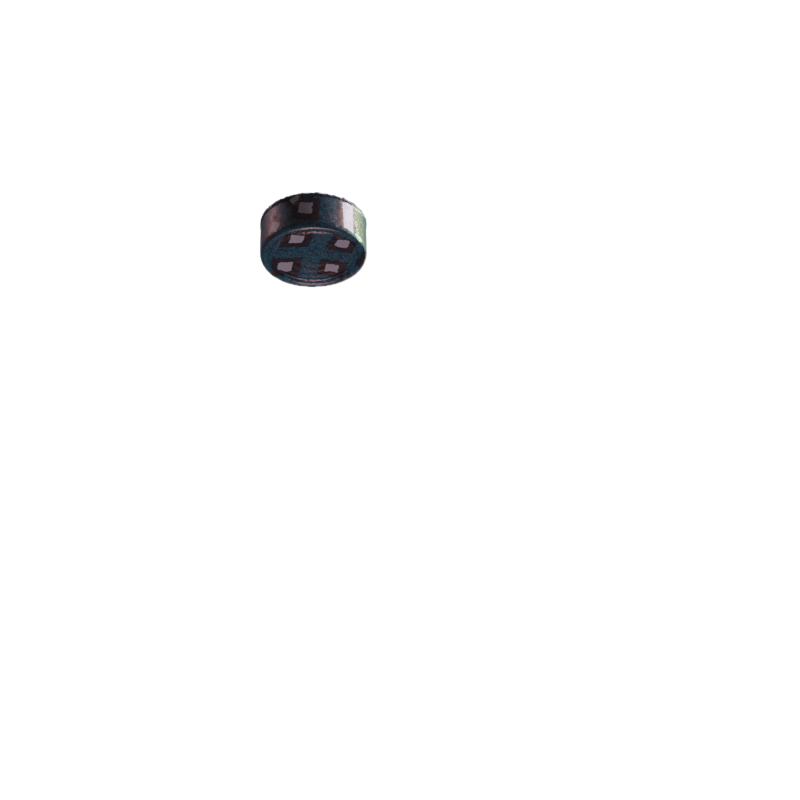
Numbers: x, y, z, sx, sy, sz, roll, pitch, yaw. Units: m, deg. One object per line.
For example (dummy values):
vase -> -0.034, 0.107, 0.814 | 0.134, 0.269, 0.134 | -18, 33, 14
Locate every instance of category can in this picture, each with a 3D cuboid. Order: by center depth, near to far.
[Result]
can -> -0.069, -0.126, 0.882 | 0.086, 0.036, 0.080 | 1, -31, -2
